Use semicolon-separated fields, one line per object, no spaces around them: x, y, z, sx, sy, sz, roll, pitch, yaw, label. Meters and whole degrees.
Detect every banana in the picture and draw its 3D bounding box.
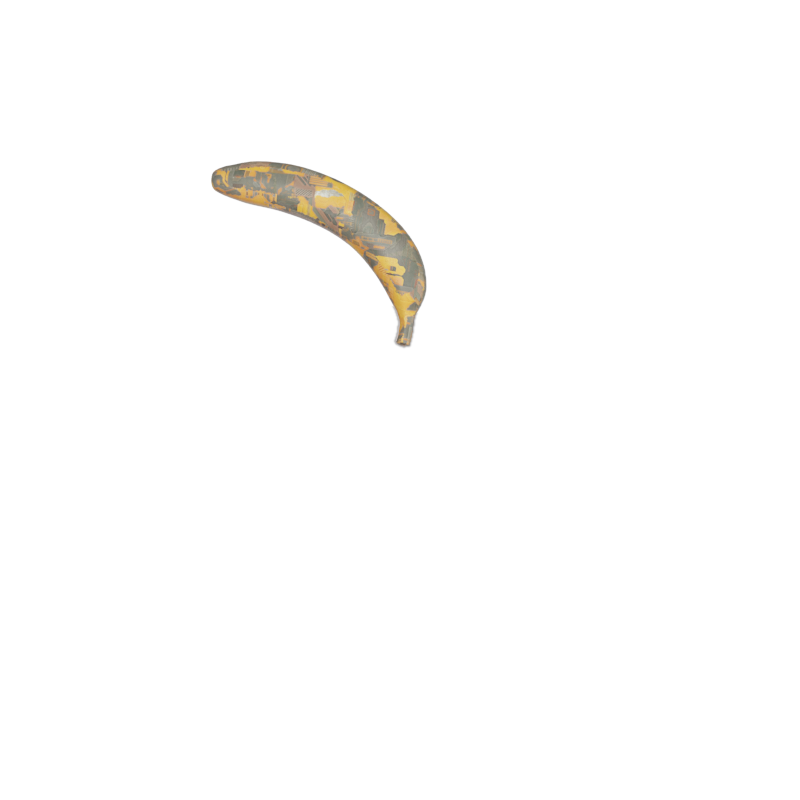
-0.049;-0.128;0.821;0.205;0.070;0.035;40;-15;13;banana
